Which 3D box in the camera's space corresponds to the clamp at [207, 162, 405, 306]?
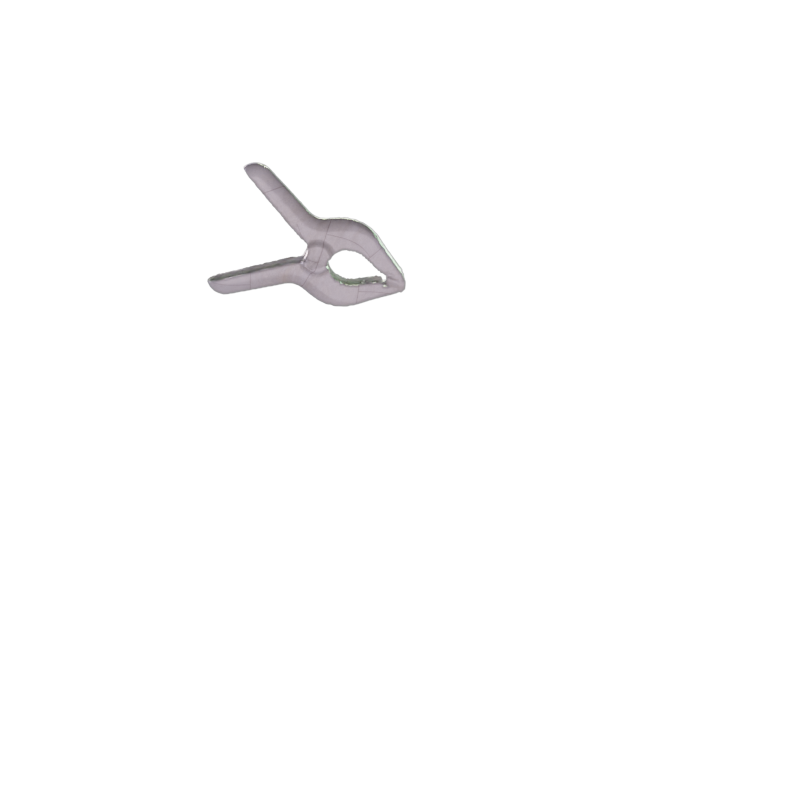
[{"bbox_3d":[-0.075,-0.137,0.962,0.170,0.115,0.041,9,23,-4],"label":"clamp"}]
